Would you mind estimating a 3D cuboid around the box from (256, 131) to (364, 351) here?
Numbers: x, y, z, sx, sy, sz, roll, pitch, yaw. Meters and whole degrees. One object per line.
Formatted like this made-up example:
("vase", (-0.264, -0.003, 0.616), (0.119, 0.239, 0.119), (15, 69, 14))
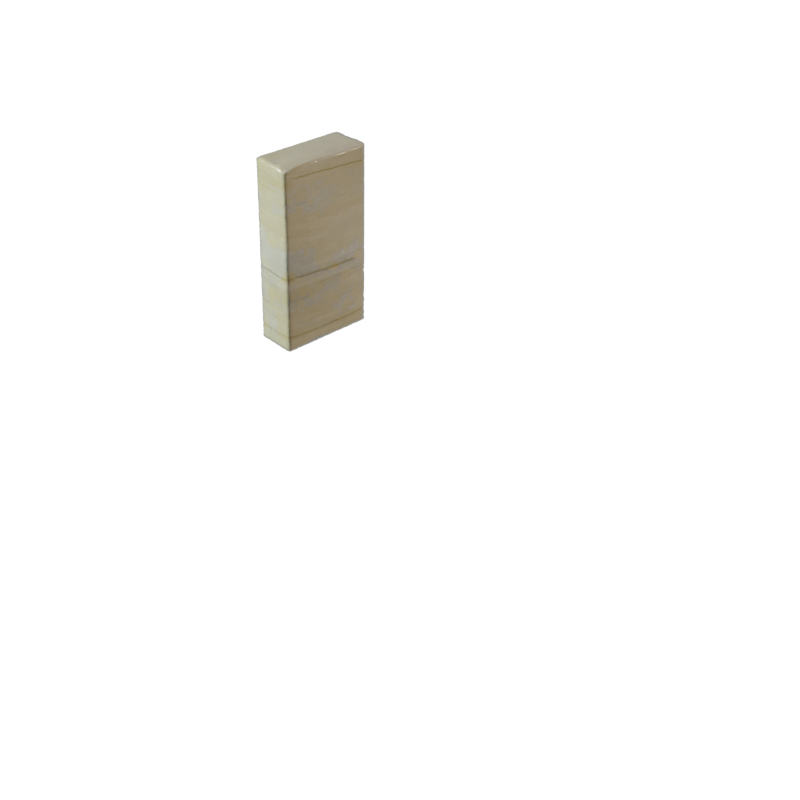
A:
("box", (-0.077, -0.140, 0.980), (0.093, 0.166, 0.051), (-25, 40, -36))
